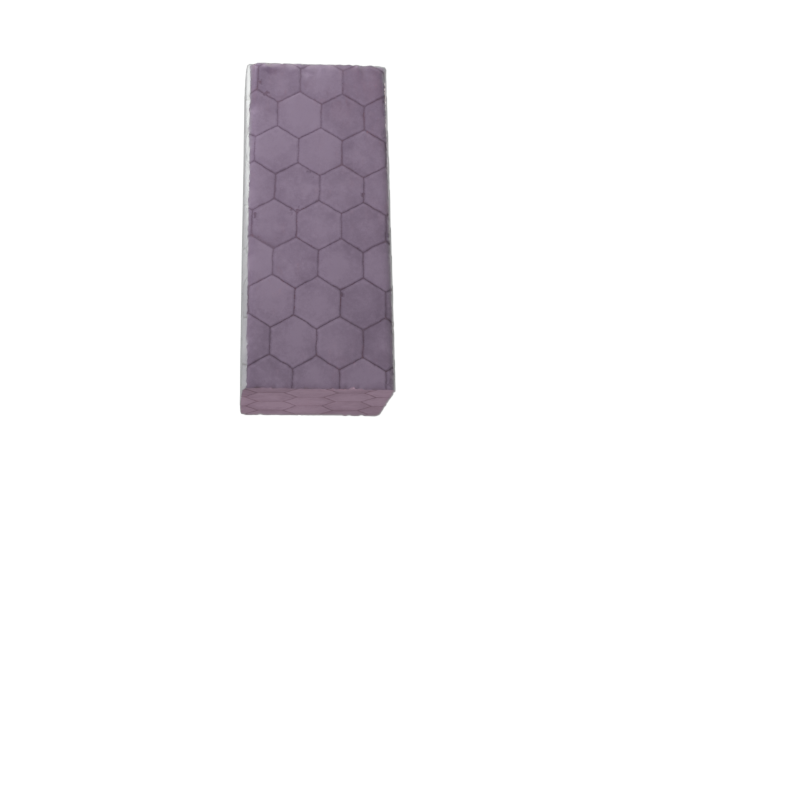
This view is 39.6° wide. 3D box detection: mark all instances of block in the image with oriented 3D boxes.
[{"bbox_3d":[-0.055,-0.100,0.702,0.090,0.215,0.087,1,-17,-6],"label":"block"}]
